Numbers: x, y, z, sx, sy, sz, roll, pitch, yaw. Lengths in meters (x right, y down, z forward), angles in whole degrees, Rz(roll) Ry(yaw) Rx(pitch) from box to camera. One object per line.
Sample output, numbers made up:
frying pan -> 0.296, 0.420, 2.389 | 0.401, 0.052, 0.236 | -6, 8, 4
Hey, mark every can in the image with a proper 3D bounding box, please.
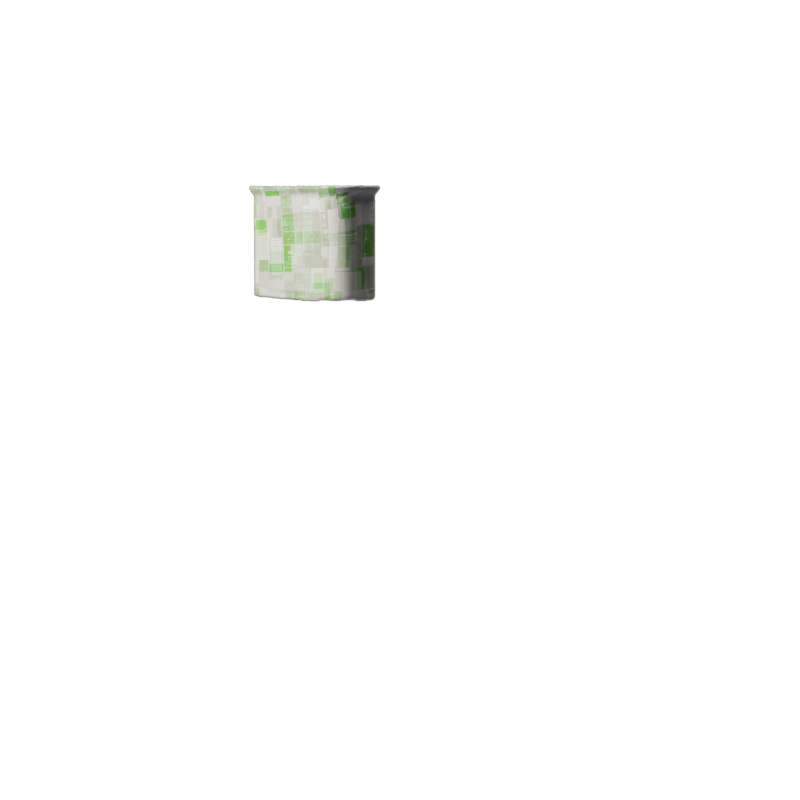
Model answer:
can -> -0.064, -0.118, 0.824 | 0.106, 0.083, 0.056 | 6, 8, 41
